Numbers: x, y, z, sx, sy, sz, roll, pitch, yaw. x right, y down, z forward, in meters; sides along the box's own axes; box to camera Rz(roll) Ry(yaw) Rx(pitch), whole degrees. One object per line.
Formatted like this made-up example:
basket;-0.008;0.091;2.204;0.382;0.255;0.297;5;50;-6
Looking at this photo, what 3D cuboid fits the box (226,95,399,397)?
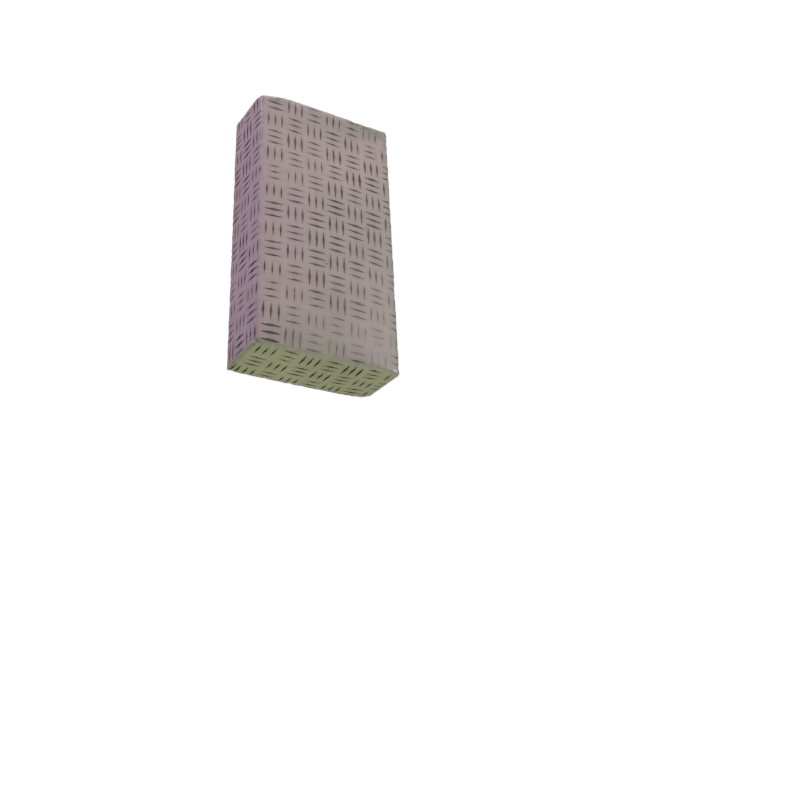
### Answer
box;-0.052;-0.095;0.665;0.089;0.187;0.047;13;-32;-26
